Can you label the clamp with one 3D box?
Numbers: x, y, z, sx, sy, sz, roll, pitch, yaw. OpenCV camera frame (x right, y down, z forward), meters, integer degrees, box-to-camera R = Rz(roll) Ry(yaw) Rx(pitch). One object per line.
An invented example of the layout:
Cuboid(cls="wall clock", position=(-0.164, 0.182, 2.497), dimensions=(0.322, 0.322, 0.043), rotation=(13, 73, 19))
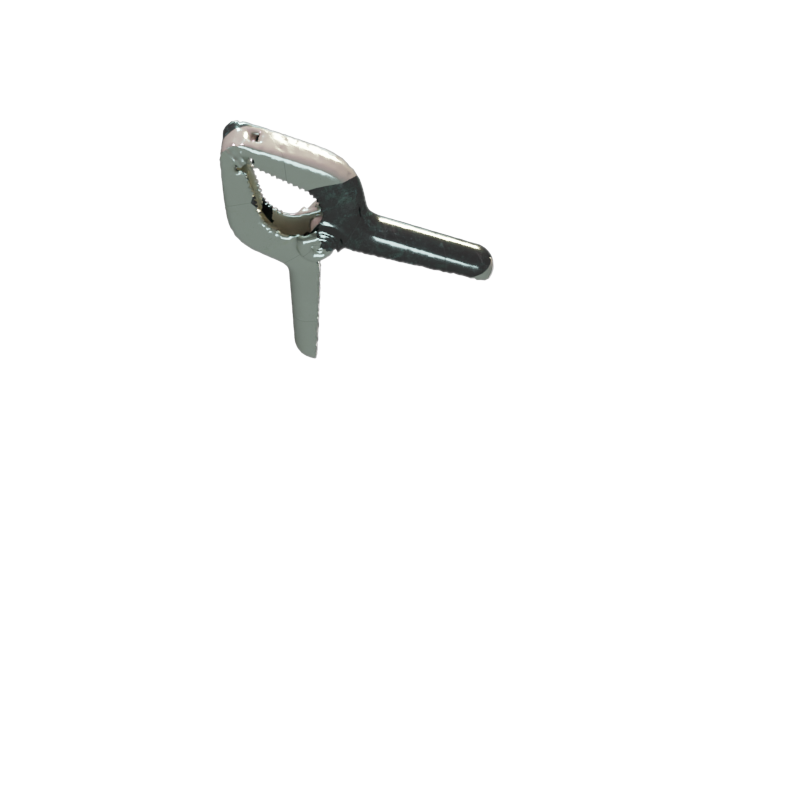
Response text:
Cuboid(cls="clamp", position=(-0.060, -0.109, 0.765), dimensions=(0.164, 0.039, 0.196), rotation=(-31, -51, 29))
